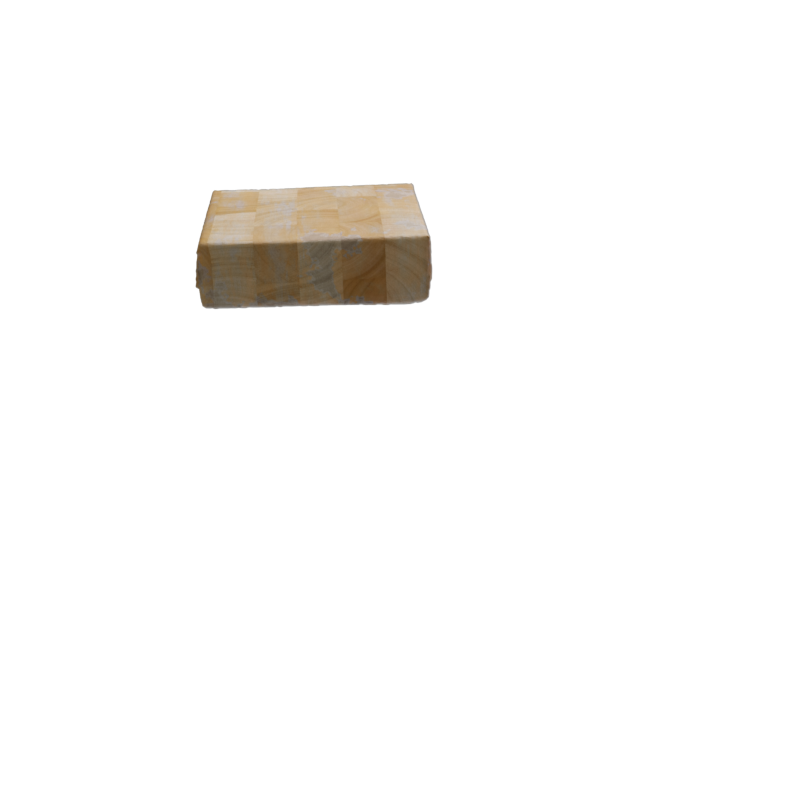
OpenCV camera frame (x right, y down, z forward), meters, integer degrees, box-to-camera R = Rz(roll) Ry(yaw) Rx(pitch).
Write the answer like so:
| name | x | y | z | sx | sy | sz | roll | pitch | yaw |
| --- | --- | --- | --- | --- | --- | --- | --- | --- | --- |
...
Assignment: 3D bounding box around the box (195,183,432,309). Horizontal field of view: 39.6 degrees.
| name | x | y | z | sx | sy | sz | roll | pitch | yaw |
| --- | --- | --- | --- | --- | --- | --- | --- | --- | --- |
| box | -0.044 | -0.081 | 0.566 | 0.113 | 0.037 | 0.095 | -1 | 26 | -2 |
